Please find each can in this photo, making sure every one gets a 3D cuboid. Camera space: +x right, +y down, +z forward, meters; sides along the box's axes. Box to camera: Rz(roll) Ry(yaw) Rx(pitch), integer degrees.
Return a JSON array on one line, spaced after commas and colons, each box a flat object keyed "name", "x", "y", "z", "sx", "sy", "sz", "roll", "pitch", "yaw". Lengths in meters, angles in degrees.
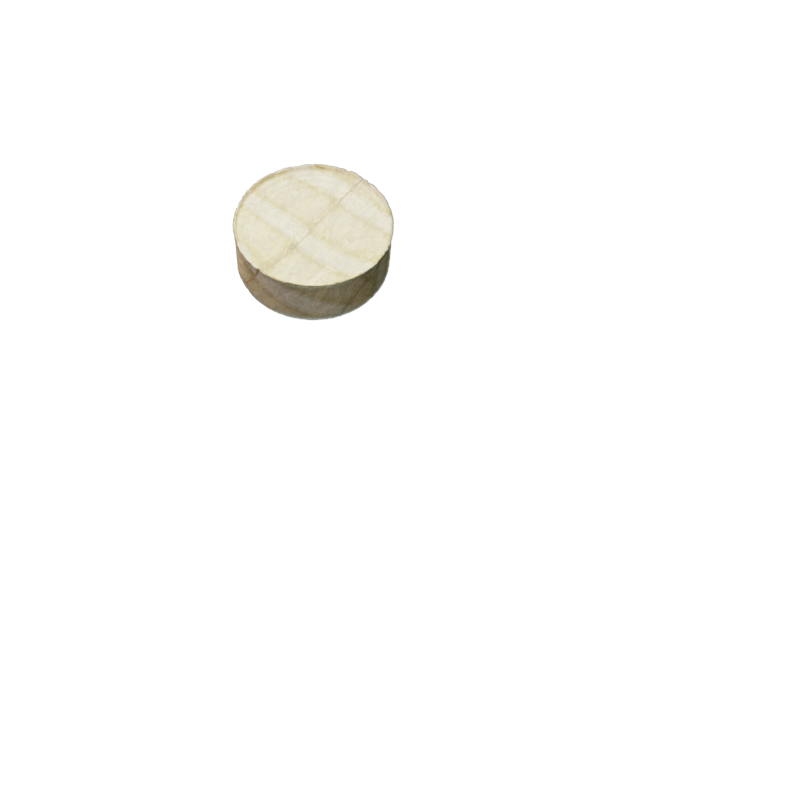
[{"name": "can", "x": -0.047, "y": -0.086, "z": 0.601, "sx": 0.086, "sy": 0.092, "sz": 0.031, "roll": -1, "pitch": -37, "yaw": -1}]
